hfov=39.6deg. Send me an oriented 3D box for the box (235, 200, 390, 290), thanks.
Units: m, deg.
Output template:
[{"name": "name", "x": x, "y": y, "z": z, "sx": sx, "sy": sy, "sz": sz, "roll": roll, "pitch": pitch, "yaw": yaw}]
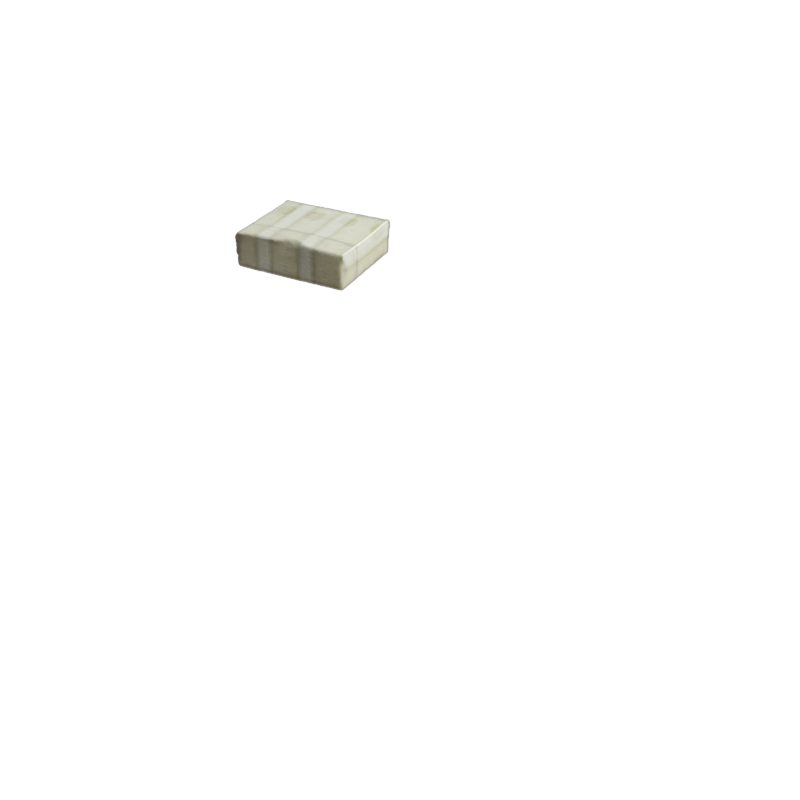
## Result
[{"name": "box", "x": -0.063, "y": -0.114, "z": 0.800, "sx": 0.093, "sy": 0.028, "sz": 0.074, "roll": 15, "pitch": 33, "yaw": 24}]
